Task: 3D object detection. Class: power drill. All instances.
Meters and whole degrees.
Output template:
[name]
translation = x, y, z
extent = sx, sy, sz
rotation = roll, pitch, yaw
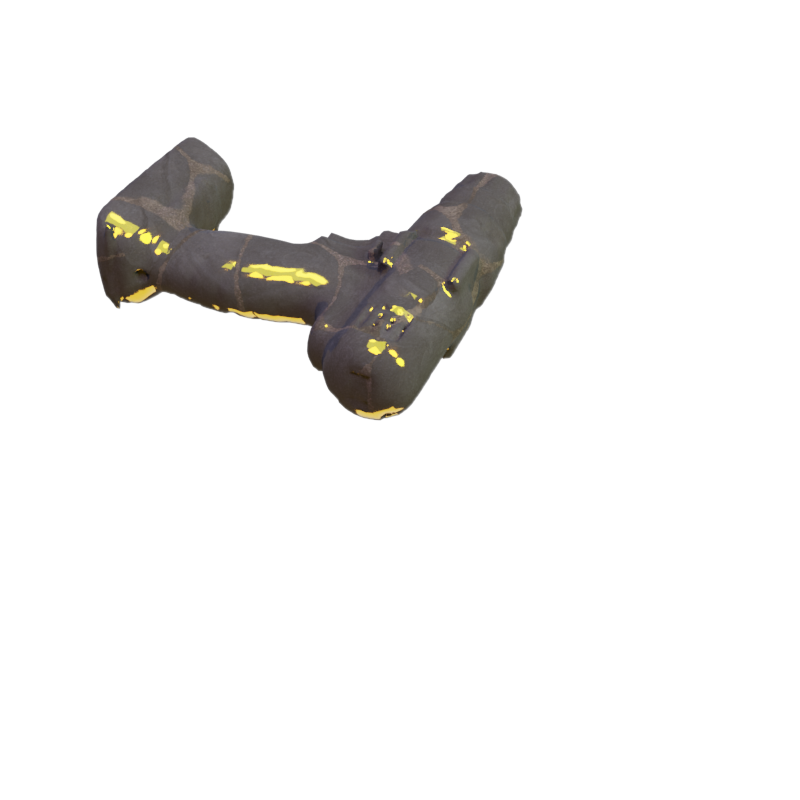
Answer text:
[power drill]
translation = -0.044, -0.081, 0.568
extent = 0.195, 0.054, 0.190
rotation = 16, 40, 19
